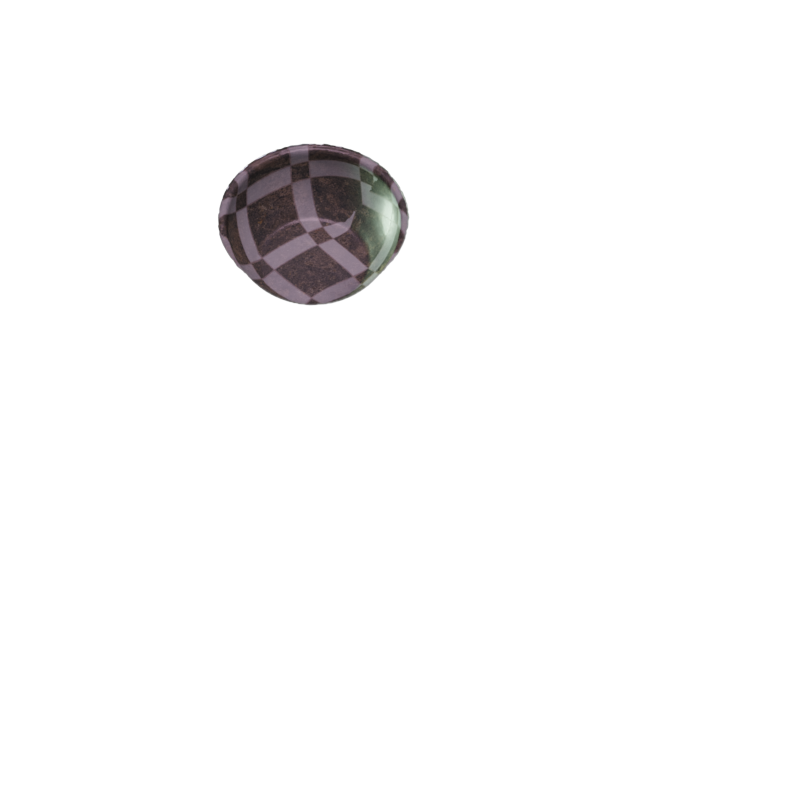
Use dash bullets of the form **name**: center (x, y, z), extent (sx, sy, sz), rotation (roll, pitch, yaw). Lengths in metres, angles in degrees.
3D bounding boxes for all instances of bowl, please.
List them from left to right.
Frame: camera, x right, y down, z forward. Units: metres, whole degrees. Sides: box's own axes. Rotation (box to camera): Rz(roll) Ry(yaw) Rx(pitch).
- **bowl**: center (-0.072, -0.131, 0.919), extent (0.162, 0.151, 0.059), rotation (1, 42, -1)
